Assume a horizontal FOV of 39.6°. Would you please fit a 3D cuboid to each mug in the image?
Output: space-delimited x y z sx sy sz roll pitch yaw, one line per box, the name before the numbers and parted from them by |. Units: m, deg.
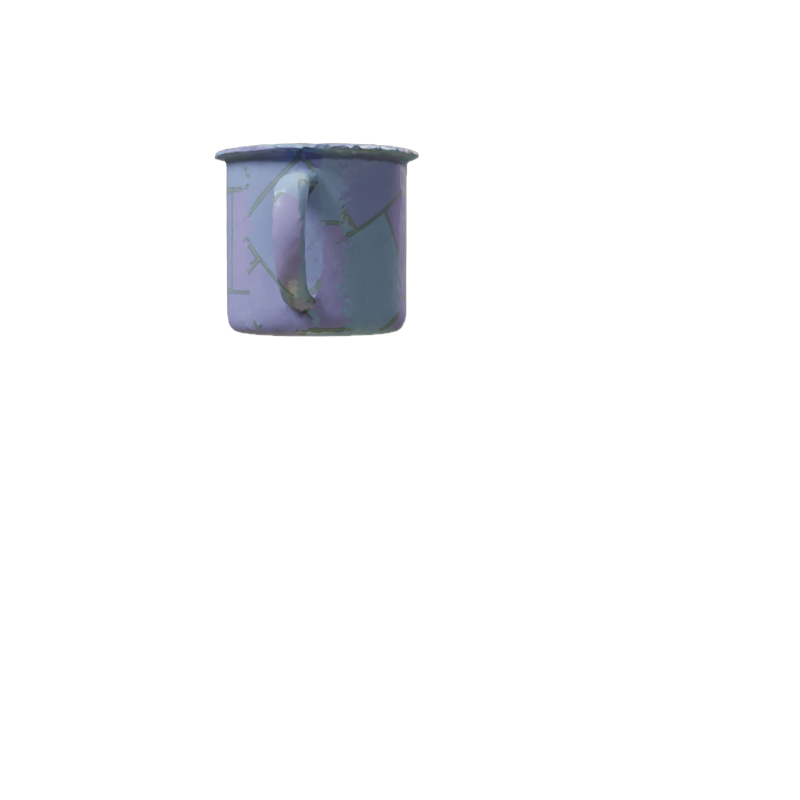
mug | -0.039 -0.070 0.494 0.094 0.081 0.117 0 4 4
